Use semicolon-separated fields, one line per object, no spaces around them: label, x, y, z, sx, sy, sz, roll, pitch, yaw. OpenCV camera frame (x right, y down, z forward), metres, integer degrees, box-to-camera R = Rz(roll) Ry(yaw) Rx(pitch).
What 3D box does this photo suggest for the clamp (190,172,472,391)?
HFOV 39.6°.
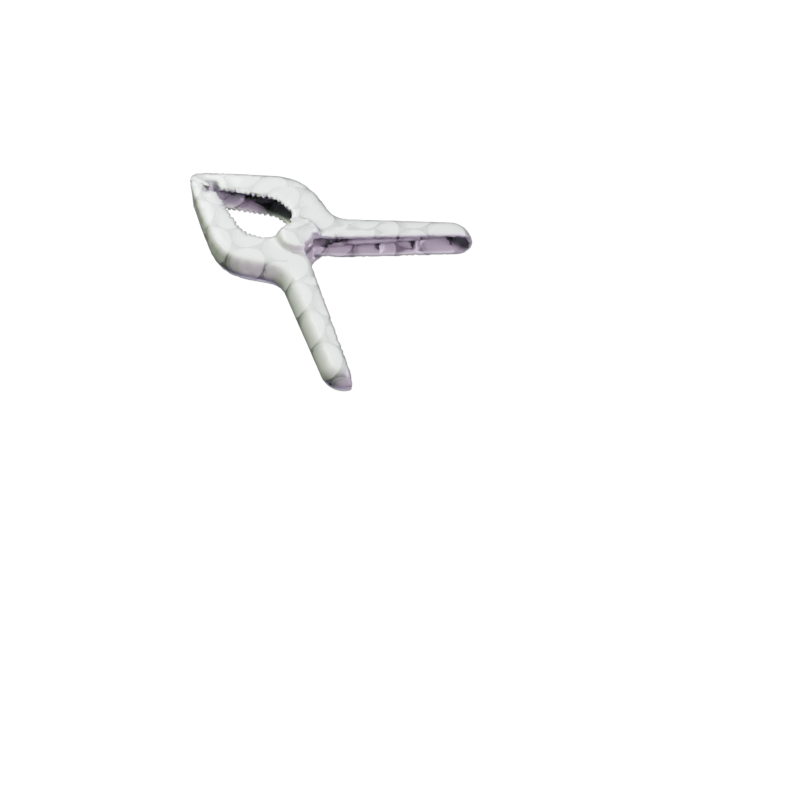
clamp;-0.064;-0.117;0.816;0.222;0.034;0.167;36;61;24
